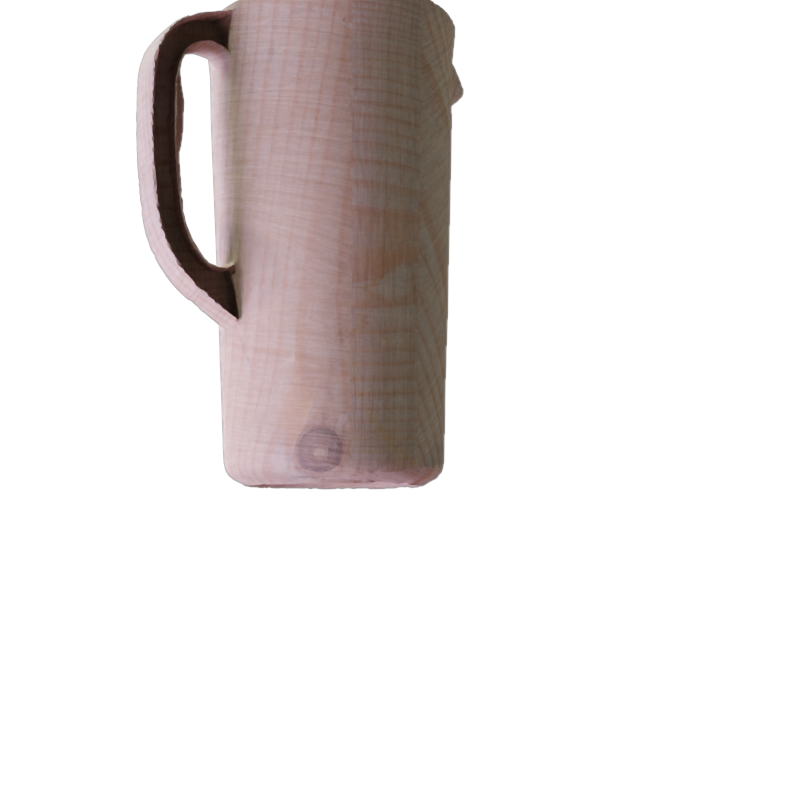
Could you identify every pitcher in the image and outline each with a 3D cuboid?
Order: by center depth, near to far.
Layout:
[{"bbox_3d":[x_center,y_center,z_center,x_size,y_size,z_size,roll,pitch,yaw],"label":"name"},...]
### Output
[{"bbox_3d":[-0.044,-0.080,0.564,0.151,0.251,0.139,-3,-12,11],"label":"pitcher"}]
